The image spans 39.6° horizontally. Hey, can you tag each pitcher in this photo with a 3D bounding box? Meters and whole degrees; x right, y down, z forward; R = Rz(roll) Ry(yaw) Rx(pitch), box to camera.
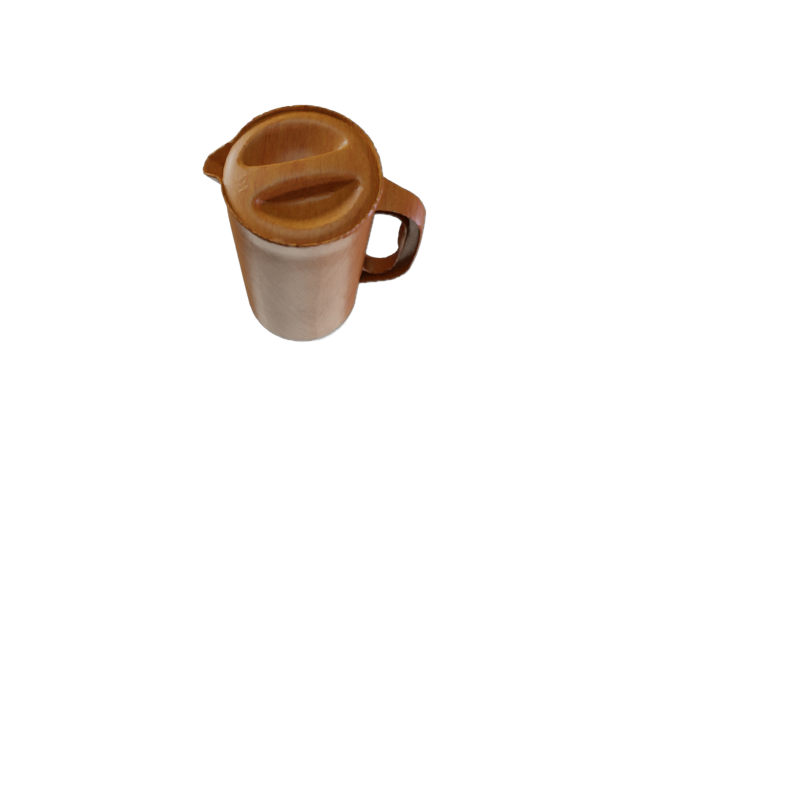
[{"bbox_3d":[-0.078,-0.142,0.995,0.145,0.157,0.231,-31,-17,-15],"label":"pitcher"}]
